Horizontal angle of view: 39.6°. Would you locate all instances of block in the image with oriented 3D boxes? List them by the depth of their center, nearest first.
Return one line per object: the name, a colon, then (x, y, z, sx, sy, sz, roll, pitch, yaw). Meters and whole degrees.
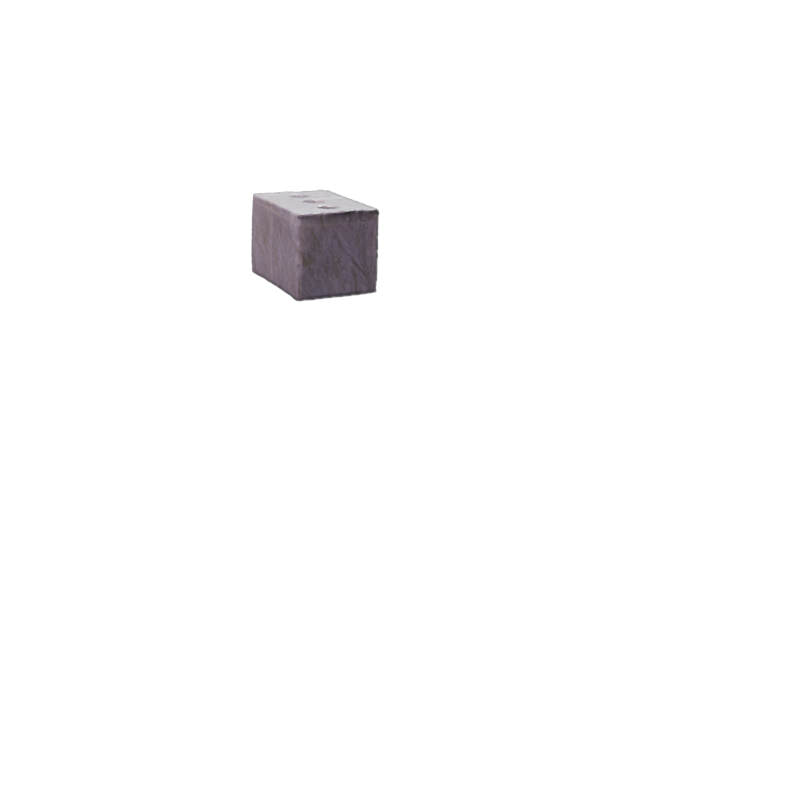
block: (-0.052, -0.095, 0.664, 0.051, 0.050, 0.083, -7, 19, -25)
